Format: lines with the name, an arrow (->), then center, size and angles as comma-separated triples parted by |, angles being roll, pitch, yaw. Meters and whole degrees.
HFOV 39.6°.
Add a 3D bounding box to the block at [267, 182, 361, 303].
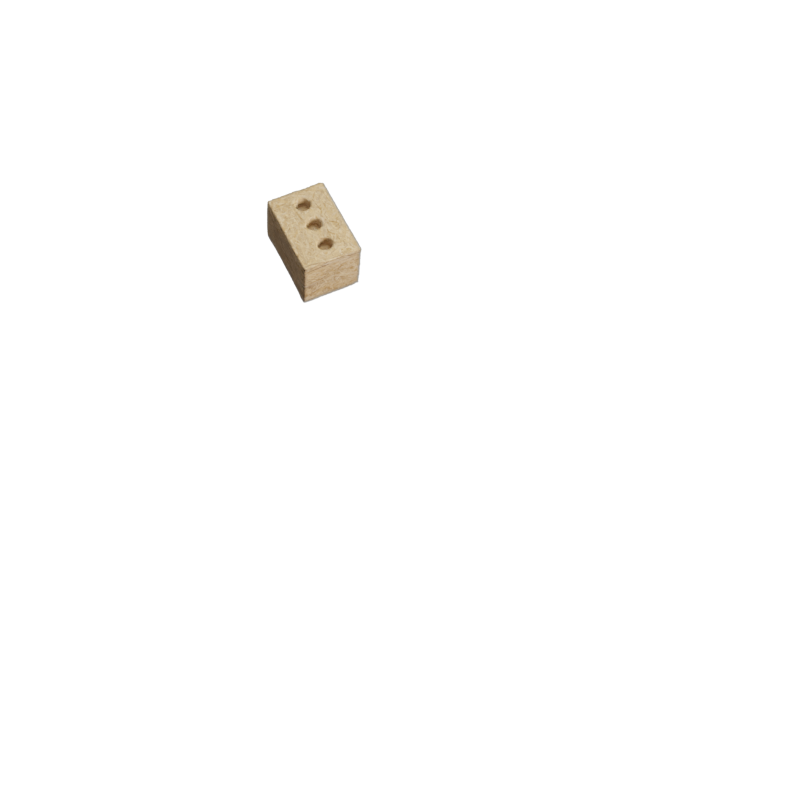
block -> -0.072, -0.131, 0.917 | 0.052, 0.084, 0.048 | -21, -30, -15
